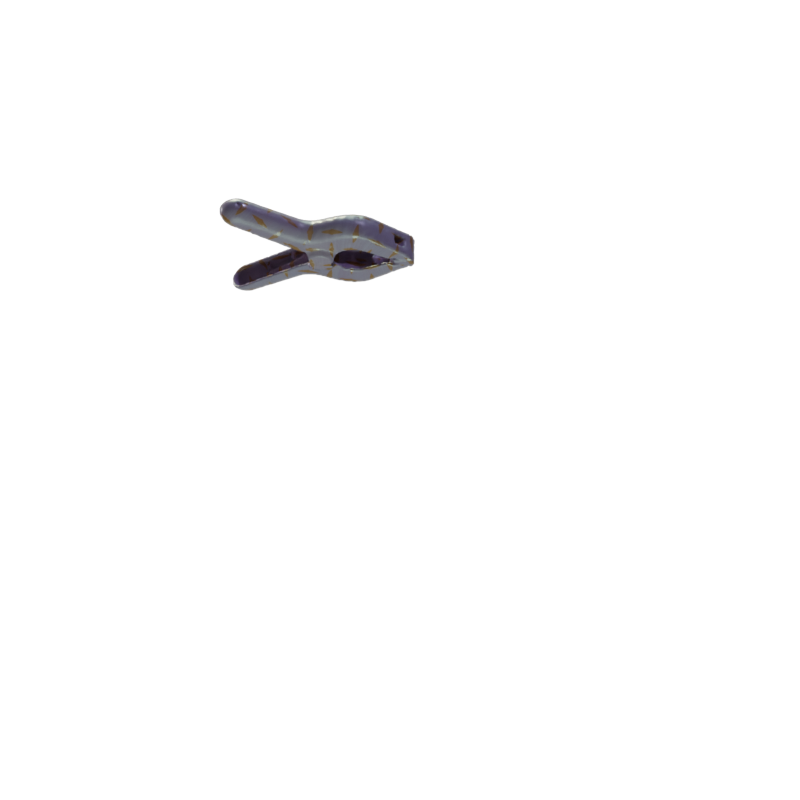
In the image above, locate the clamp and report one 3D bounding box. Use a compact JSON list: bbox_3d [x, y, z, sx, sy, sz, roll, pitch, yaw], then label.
[{"bbox_3d":[-0.076,-0.138,0.966,0.173,0.042,0.112,-4,-25,9],"label":"clamp"}]
